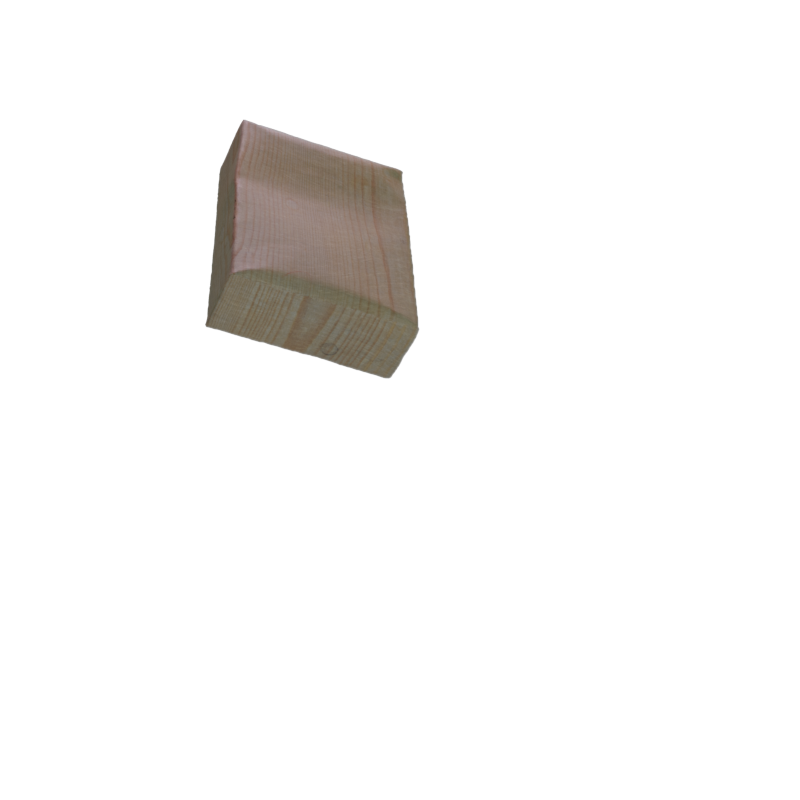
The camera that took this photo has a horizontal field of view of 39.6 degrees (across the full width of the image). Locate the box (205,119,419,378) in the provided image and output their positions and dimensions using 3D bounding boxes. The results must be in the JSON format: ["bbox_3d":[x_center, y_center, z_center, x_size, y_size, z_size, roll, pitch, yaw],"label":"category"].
[{"bbox_3d":[-0.075,-0.136,0.952,0.159,0.230,0.069,15,-48,-17],"label":"box"}]
